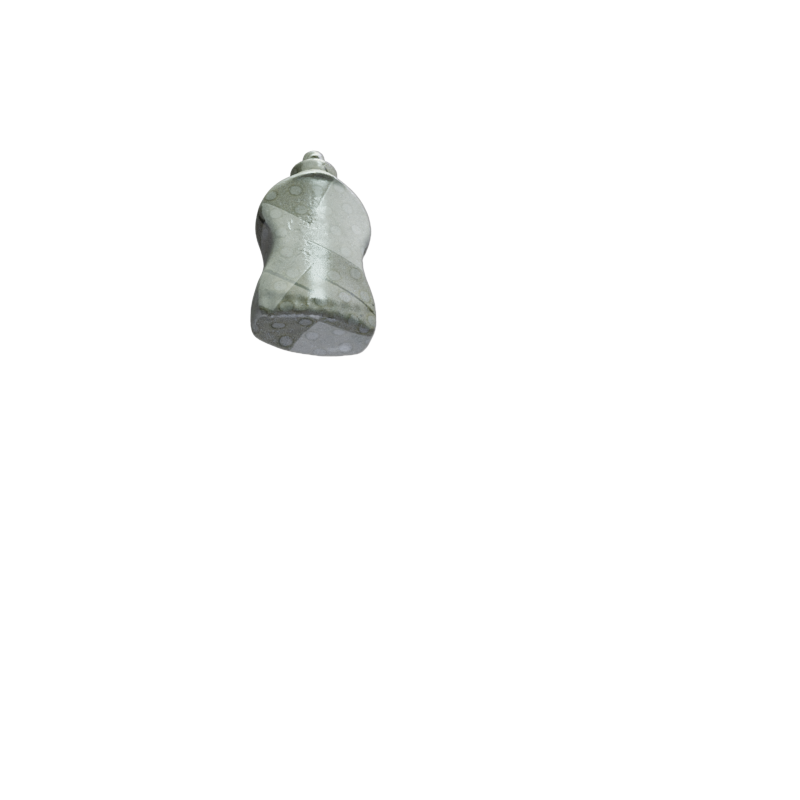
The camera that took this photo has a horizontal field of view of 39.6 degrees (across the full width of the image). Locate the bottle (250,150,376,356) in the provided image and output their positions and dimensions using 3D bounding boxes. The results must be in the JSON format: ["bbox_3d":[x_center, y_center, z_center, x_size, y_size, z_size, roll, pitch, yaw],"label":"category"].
[{"bbox_3d":[-0.071,-0.130,0.911,0.094,0.205,0.055,7,-38,-12],"label":"bottle"}]
